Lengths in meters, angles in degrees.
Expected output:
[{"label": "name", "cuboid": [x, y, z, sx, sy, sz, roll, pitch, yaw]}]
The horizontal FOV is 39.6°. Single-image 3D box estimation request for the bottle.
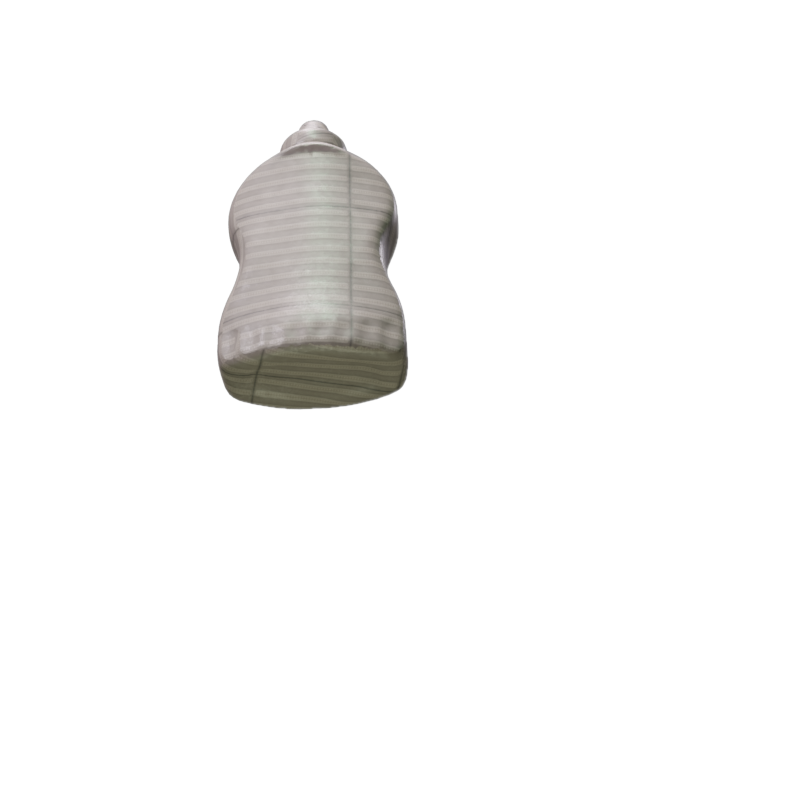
[{"label": "bottle", "cuboid": [-0.048, -0.088, 0.620, 0.096, 0.206, 0.054, -6, -40, 3]}]
